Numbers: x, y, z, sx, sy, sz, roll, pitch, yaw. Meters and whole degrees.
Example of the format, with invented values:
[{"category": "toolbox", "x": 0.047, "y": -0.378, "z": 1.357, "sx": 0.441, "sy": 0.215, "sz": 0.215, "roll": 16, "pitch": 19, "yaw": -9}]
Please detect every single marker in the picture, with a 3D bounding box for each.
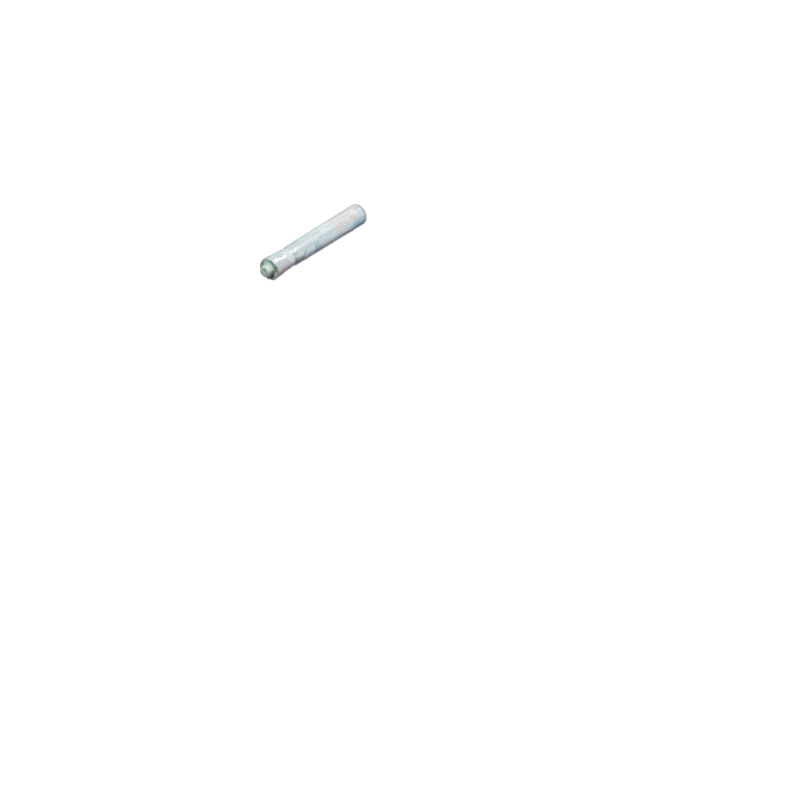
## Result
[{"category": "marker", "x": -0.069, "y": -0.126, "z": 0.886, "sx": 0.021, "sy": 0.019, "sz": 0.122, "roll": 3, "pitch": 30, "yaw": 39}]
